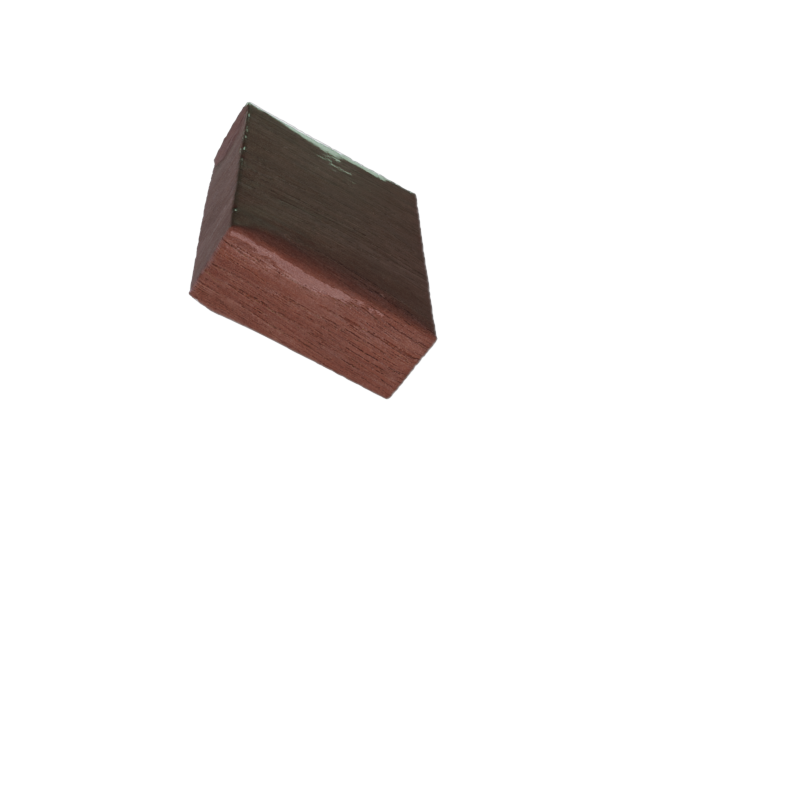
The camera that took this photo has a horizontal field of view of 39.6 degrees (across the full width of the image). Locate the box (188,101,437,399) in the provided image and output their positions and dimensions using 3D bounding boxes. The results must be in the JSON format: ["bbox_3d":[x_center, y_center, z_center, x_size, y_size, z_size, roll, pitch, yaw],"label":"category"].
[{"bbox_3d":[-0.065,-0.118,0.827,0.158,0.070,0.228,26,29,-19],"label":"box"}]
